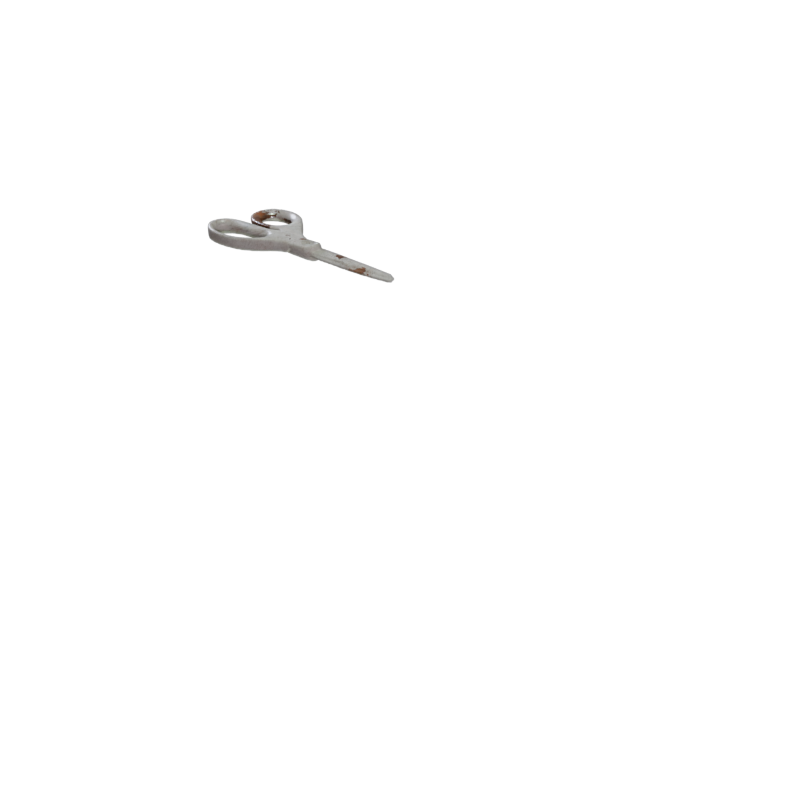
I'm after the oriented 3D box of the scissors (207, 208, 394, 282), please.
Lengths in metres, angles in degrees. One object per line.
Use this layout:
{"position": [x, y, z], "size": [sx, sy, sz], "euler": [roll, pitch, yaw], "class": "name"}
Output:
{"position": [-0.078, -0.141, 0.990], "size": [0.210, 0.015, 0.097], "euler": [15, 31, 25], "class": "scissors"}
